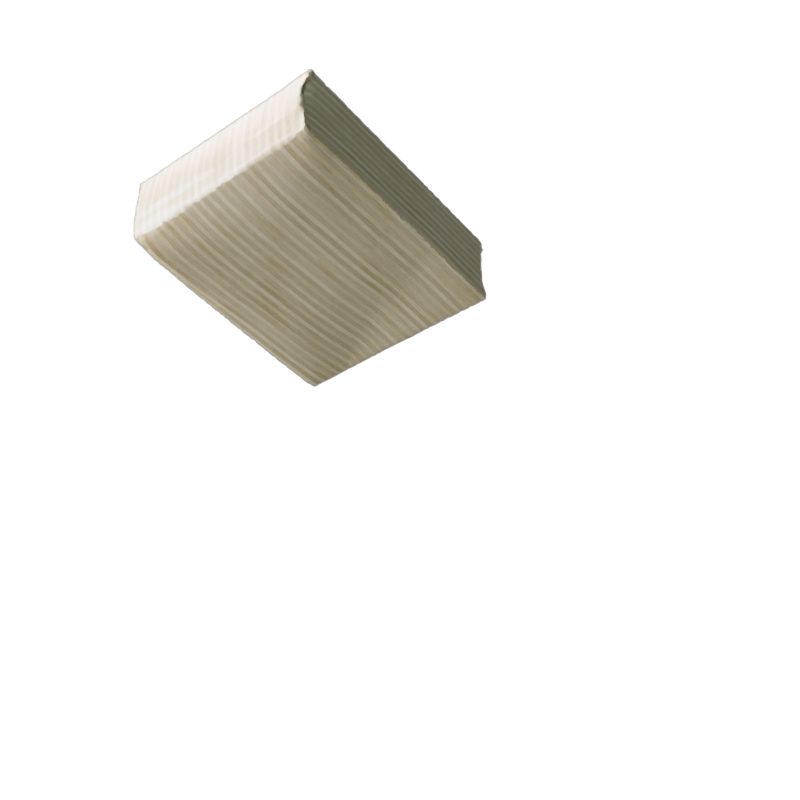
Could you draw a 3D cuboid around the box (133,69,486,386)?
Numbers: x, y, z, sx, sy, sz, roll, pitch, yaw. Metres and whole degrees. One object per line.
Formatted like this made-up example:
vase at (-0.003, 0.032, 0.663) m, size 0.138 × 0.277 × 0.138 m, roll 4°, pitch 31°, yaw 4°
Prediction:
box at (-0.034, -0.062, 0.434) m, size 0.090 × 0.042 × 0.106 m, roll -28°, pitch -49°, yaw 27°
